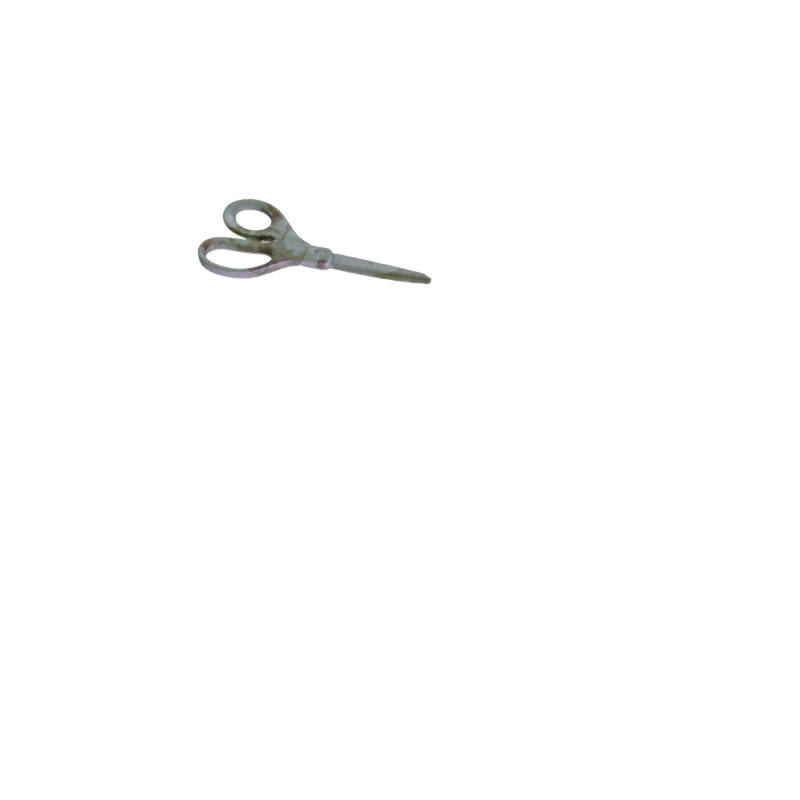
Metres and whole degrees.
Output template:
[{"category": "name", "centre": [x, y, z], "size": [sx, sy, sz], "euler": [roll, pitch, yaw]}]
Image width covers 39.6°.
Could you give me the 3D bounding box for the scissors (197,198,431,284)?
[{"category": "scissors", "centre": [-0.077, -0.140, 0.980], "size": [0.201, 0.103, 0.015], "euler": [-1, -38, -1]}]
